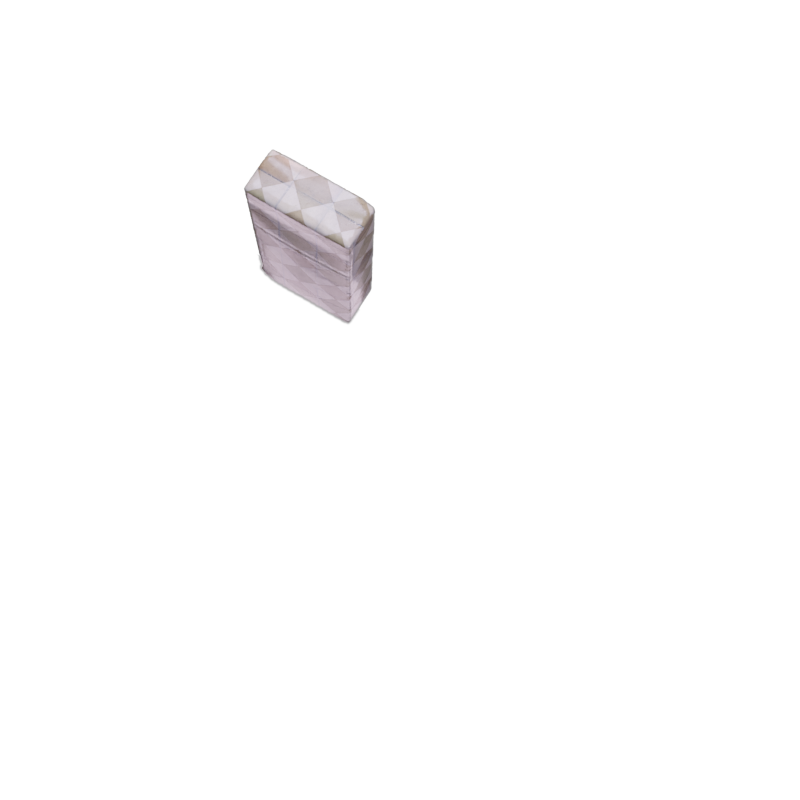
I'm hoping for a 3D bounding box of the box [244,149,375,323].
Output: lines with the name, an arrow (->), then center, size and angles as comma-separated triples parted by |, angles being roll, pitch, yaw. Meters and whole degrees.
box -> -0.069, -0.126, 0.879 | 0.096, 0.049, 0.169 | 32, -16, 7
